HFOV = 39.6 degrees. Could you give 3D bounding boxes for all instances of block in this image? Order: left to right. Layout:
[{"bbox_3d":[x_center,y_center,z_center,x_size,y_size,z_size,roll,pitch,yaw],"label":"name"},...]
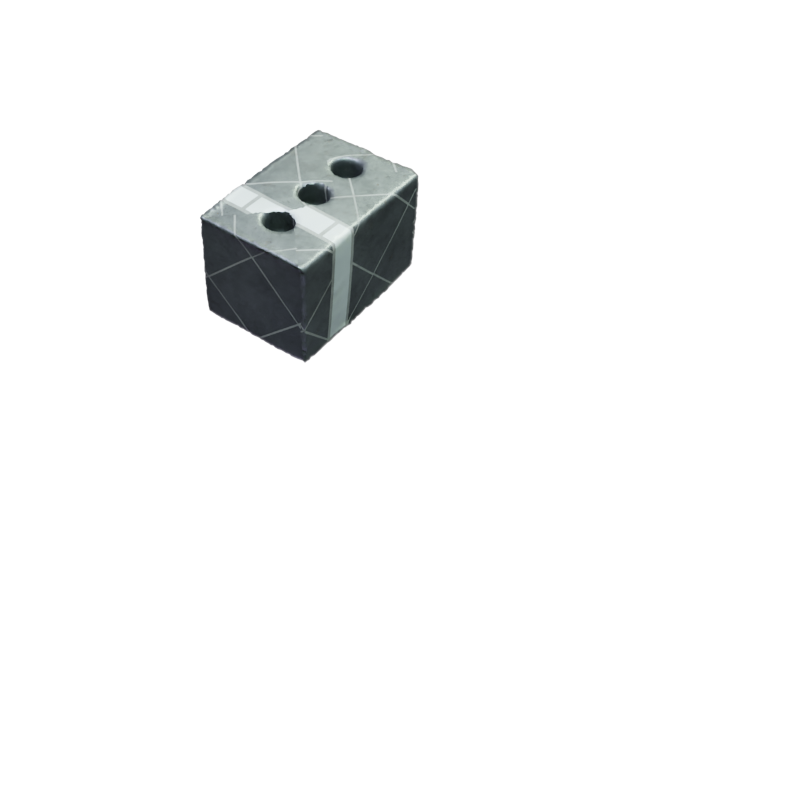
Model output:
[{"bbox_3d":[-0.035,-0.064,0.451,0.055,0.048,0.079,26,49,23],"label":"block"}]
